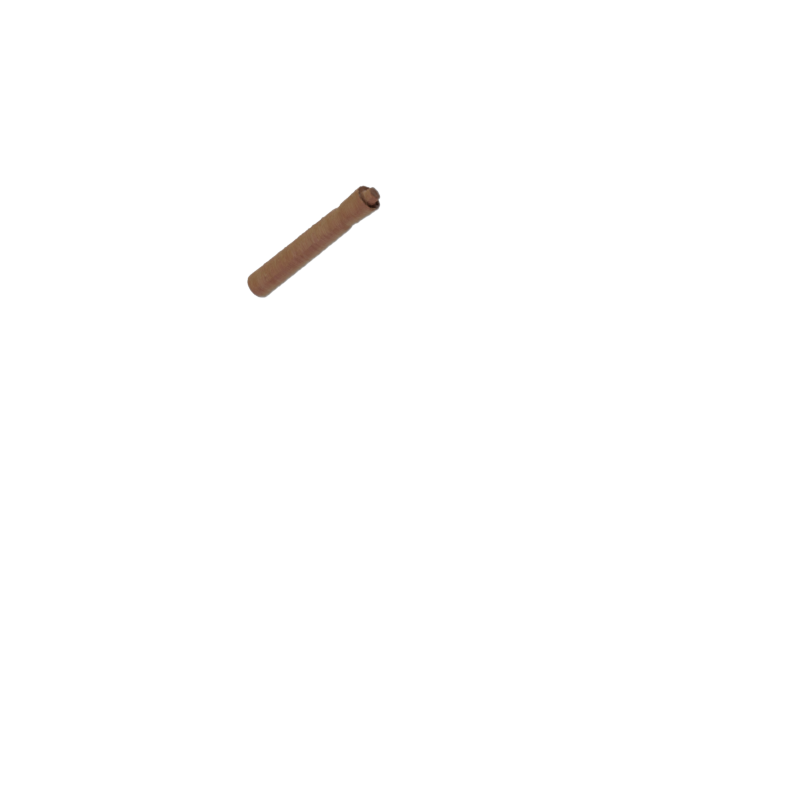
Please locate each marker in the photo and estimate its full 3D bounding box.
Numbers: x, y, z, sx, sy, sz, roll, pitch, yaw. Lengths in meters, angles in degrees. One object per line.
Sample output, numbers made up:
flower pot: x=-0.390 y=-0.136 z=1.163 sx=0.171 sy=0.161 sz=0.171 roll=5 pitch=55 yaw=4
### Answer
marker: x=-0.057 y=-0.104 z=0.727 sx=0.120 sy=0.021 sz=0.019 roll=-32 pitch=-18 yaw=36
